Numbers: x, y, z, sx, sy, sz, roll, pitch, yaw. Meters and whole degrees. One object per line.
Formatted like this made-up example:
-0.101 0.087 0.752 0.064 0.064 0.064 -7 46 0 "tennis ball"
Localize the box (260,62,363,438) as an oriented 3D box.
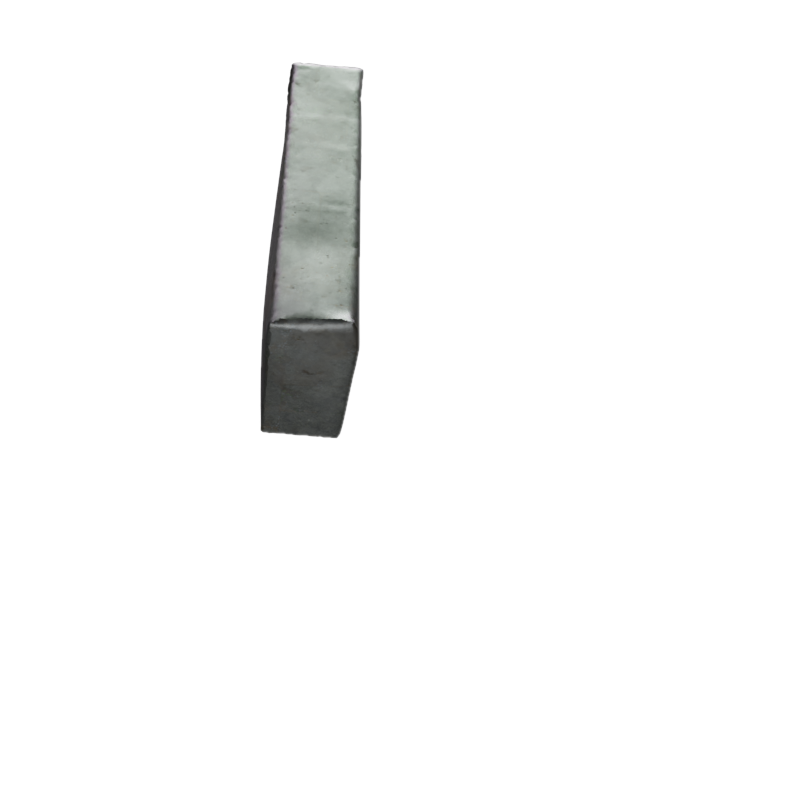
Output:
-0.045 -0.081 0.568 0.048 0.189 0.088 3 -38 -8 "box"
